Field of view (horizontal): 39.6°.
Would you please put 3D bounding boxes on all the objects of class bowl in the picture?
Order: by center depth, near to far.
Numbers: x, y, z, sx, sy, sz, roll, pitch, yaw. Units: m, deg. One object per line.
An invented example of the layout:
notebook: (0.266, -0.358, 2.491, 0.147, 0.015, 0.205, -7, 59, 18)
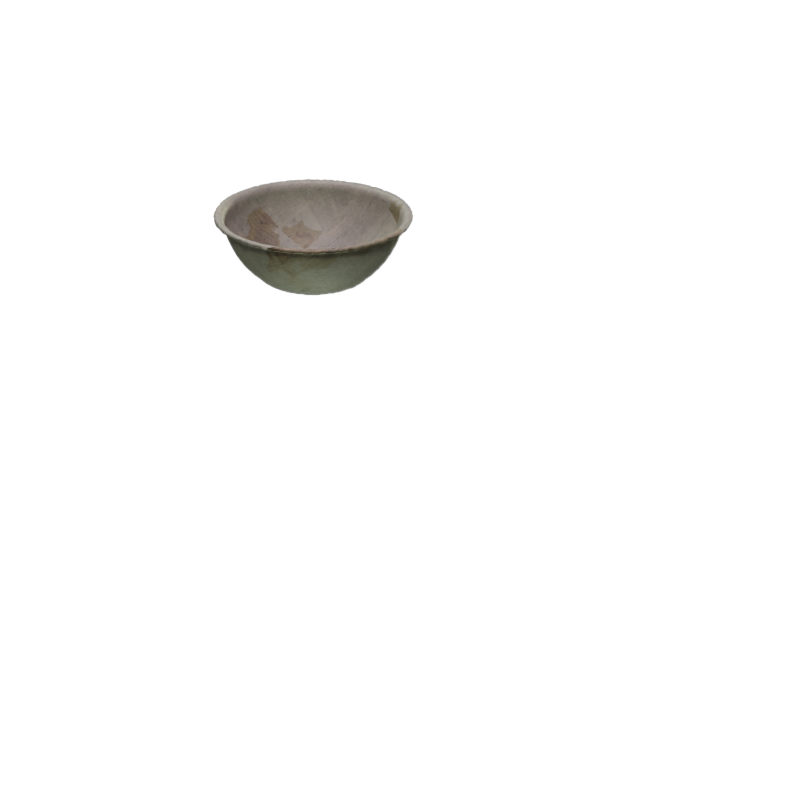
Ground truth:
bowl: (-0.071, -0.130, 0.910, 0.162, 0.052, 0.172, -1, 29, -2)
